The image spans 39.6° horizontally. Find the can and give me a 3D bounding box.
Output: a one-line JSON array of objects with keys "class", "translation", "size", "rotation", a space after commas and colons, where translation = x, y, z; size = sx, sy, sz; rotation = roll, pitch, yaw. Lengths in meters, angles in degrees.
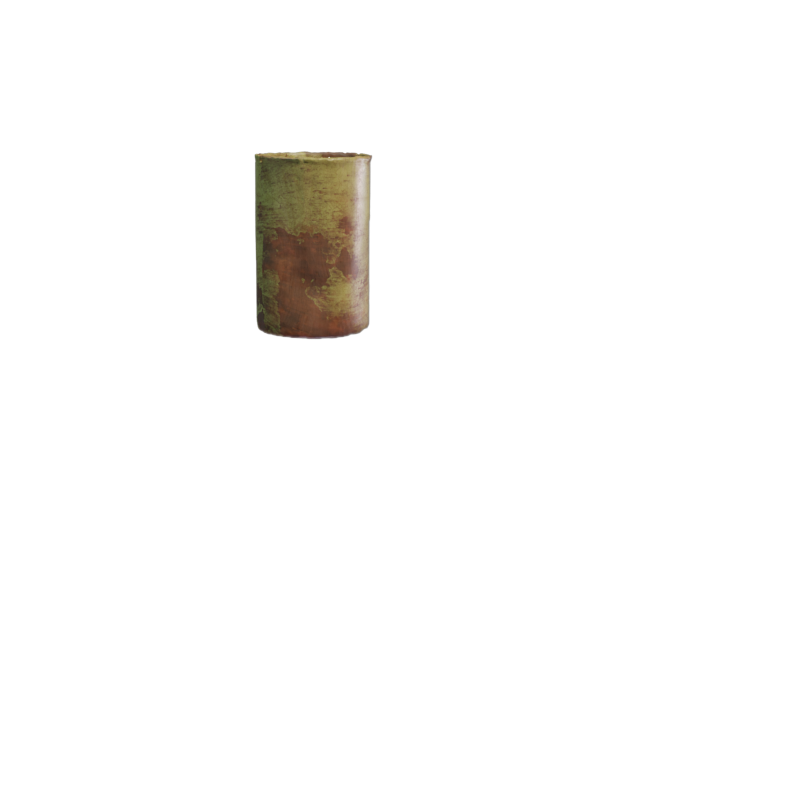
[{"class": "can", "translation": [-0.050, -0.092, 0.644], "size": [0.068, 0.100, 0.070], "rotation": [0, 10, -2]}]
